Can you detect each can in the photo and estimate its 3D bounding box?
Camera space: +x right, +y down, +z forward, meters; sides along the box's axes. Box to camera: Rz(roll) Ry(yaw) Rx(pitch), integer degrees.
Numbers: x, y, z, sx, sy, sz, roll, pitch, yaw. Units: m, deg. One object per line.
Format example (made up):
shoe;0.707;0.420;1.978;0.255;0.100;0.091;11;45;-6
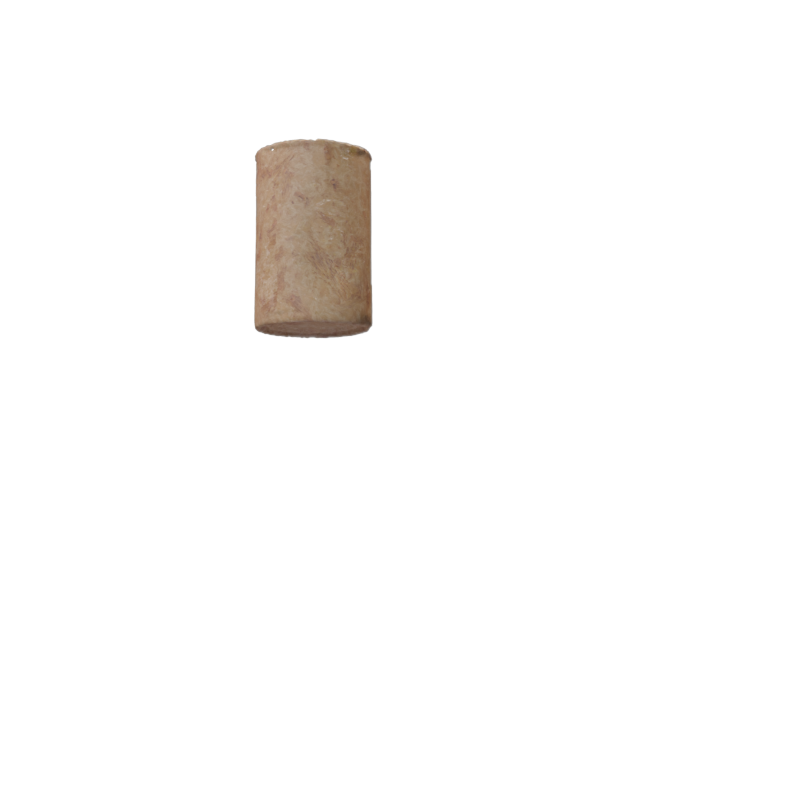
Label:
can;-0.050;-0.090;0.633;0.068;0.105;0.067;0;-10;-2
